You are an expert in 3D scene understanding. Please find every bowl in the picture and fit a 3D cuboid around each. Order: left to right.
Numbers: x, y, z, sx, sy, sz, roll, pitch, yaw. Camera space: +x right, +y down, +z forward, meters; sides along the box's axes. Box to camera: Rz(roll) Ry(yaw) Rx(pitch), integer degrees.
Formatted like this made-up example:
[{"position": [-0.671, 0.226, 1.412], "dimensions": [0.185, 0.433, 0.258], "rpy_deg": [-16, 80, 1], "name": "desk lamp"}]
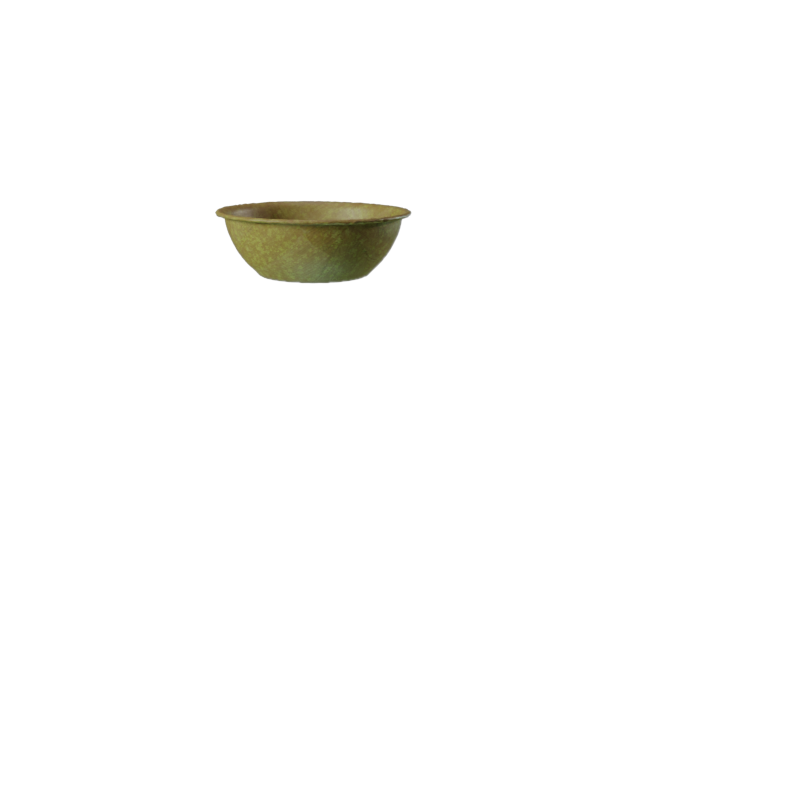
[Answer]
[{"position": [-0.072, -0.131, 0.919], "dimensions": [0.162, 0.054, 0.167], "rpy_deg": [0, 15, -2], "name": "bowl"}]
